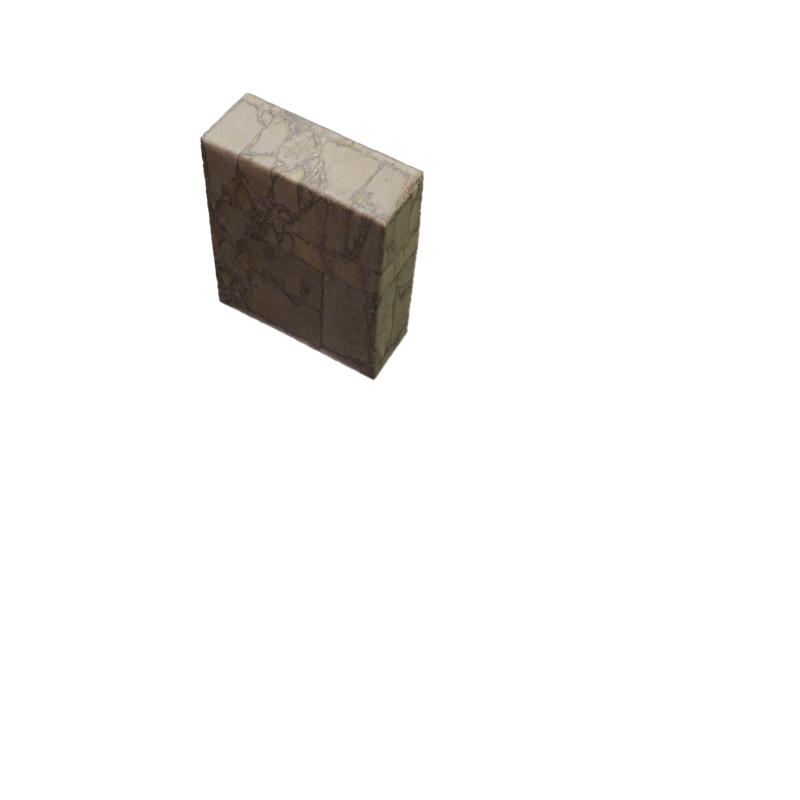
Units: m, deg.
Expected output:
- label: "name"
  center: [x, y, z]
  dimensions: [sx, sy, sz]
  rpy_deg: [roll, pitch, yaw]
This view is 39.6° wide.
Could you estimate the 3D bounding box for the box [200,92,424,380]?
- label: "box"
  center: [-0.071, -0.129, 0.906]
  dimensions: [0.171, 0.074, 0.200]
  rpy_deg: [28, -31, 16]
